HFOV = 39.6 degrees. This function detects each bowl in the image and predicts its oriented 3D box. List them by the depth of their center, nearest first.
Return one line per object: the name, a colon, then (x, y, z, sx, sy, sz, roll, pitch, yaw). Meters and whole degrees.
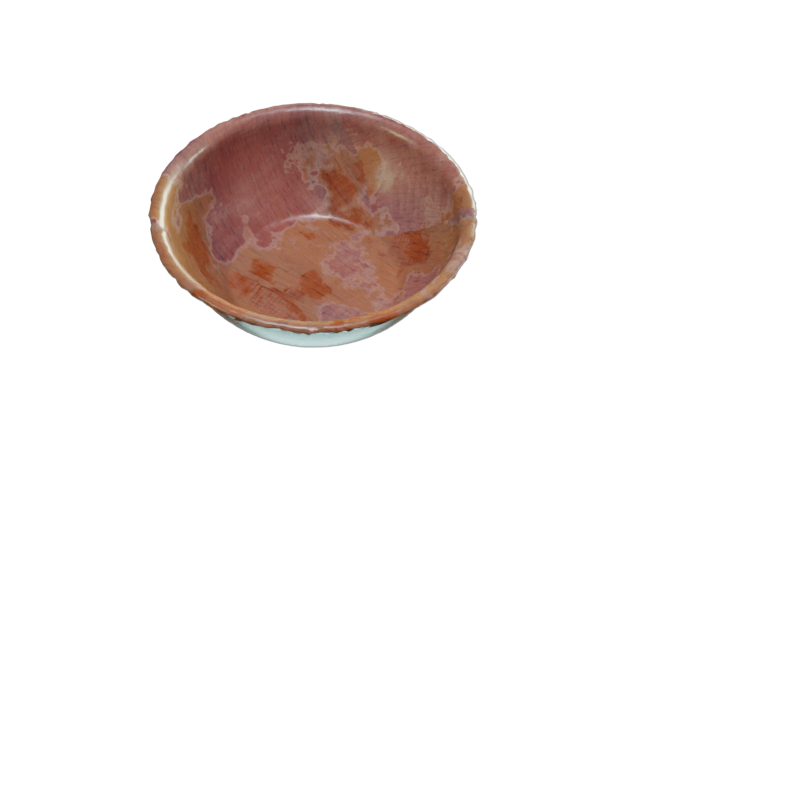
bowl: (-0.044, -0.081, 0.566, 0.162, 0.174, 0.051, -1, -40, -1)
